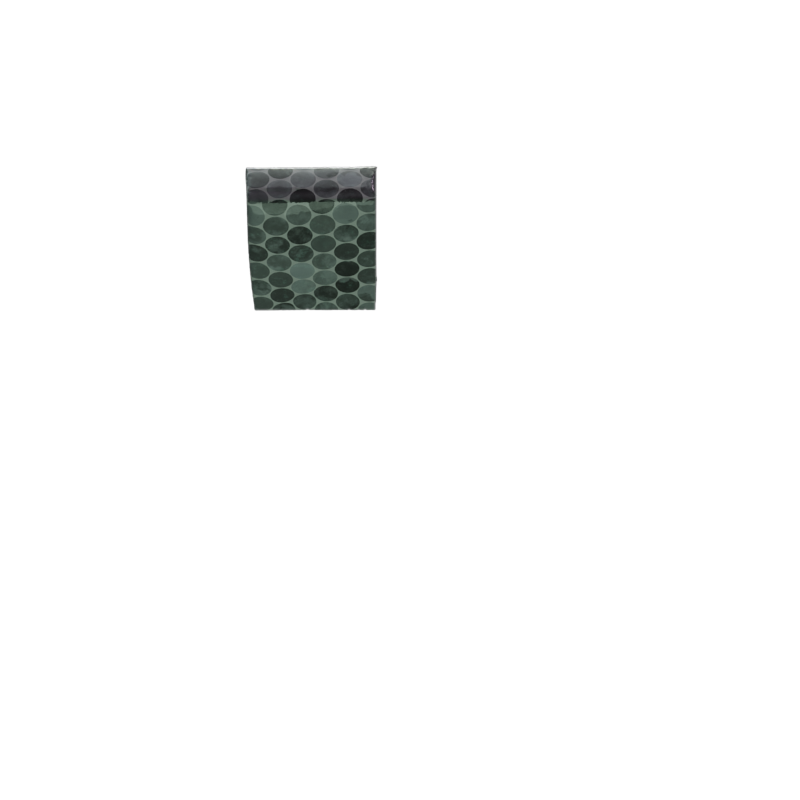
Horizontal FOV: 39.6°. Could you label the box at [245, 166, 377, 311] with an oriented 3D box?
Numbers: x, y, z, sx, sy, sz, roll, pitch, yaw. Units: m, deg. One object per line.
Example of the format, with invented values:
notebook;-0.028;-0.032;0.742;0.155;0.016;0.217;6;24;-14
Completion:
box;-0.061;-0.110;0.772;0.090;0.042;0.106;0;-39;-1
